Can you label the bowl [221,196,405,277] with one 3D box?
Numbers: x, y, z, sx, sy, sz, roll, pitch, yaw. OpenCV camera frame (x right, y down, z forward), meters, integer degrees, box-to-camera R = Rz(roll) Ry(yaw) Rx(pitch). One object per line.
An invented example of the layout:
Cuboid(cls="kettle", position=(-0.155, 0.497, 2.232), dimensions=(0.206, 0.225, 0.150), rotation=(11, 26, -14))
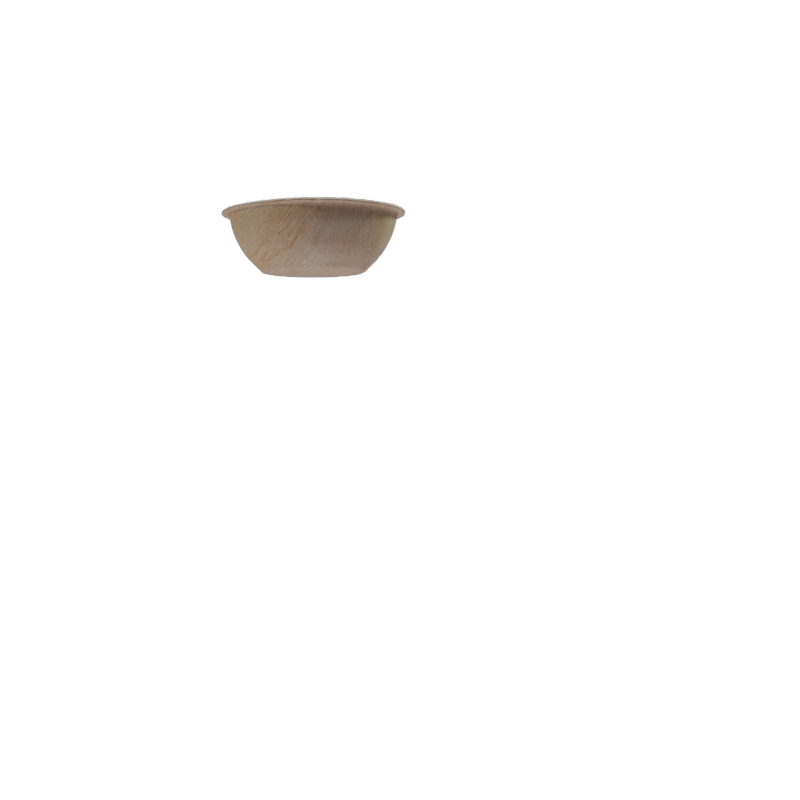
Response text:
Cuboid(cls="bowl", position=(-0.076, -0.139, 0.973), dimensions=(0.162, 0.056, 0.161), rotation=(0, 0, -2))
